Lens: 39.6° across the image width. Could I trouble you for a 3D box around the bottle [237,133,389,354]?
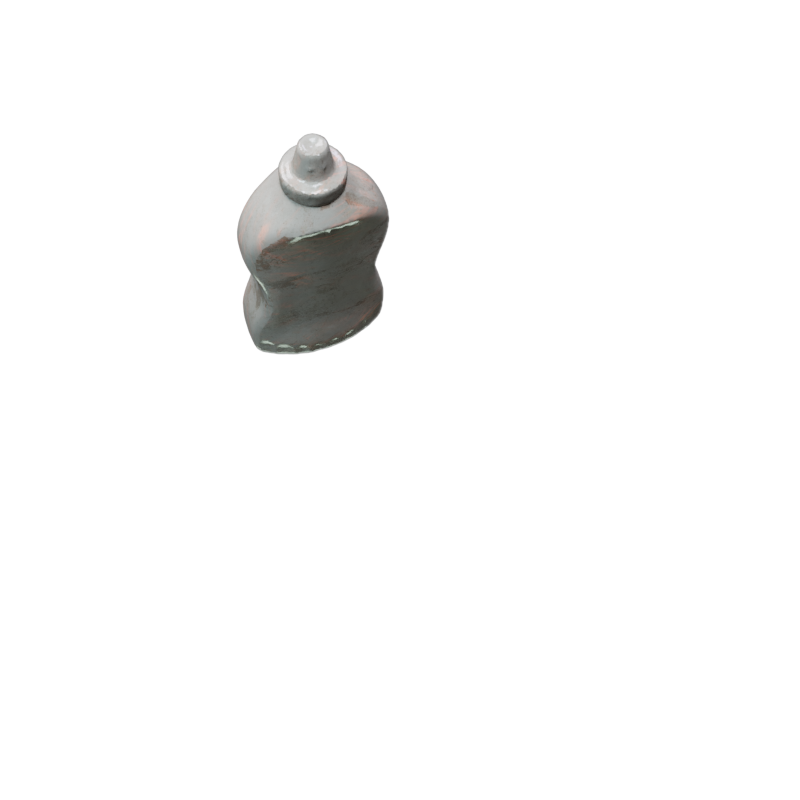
[{"bbox_3d":[-0.056,-0.102,0.709,0.095,0.062,0.180,-15,-27,-12],"label":"bottle"}]
